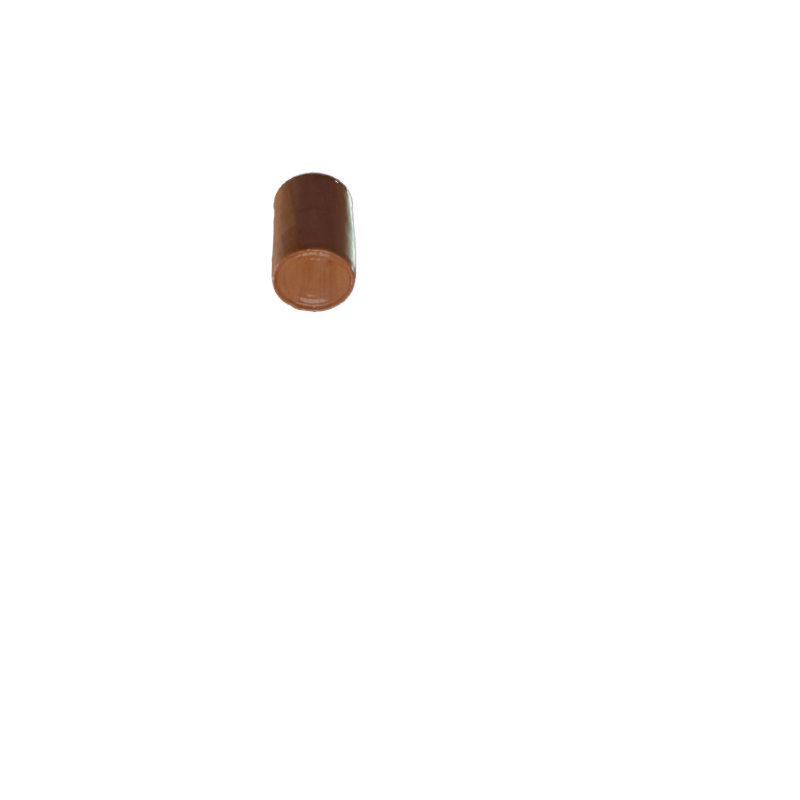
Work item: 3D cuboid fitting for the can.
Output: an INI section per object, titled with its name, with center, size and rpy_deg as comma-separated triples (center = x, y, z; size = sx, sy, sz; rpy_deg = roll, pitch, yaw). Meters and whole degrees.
[can]
center = -0.071, -0.129, 0.905
size = 0.068, 0.064, 0.110
rpy_deg = -1, 43, -3
